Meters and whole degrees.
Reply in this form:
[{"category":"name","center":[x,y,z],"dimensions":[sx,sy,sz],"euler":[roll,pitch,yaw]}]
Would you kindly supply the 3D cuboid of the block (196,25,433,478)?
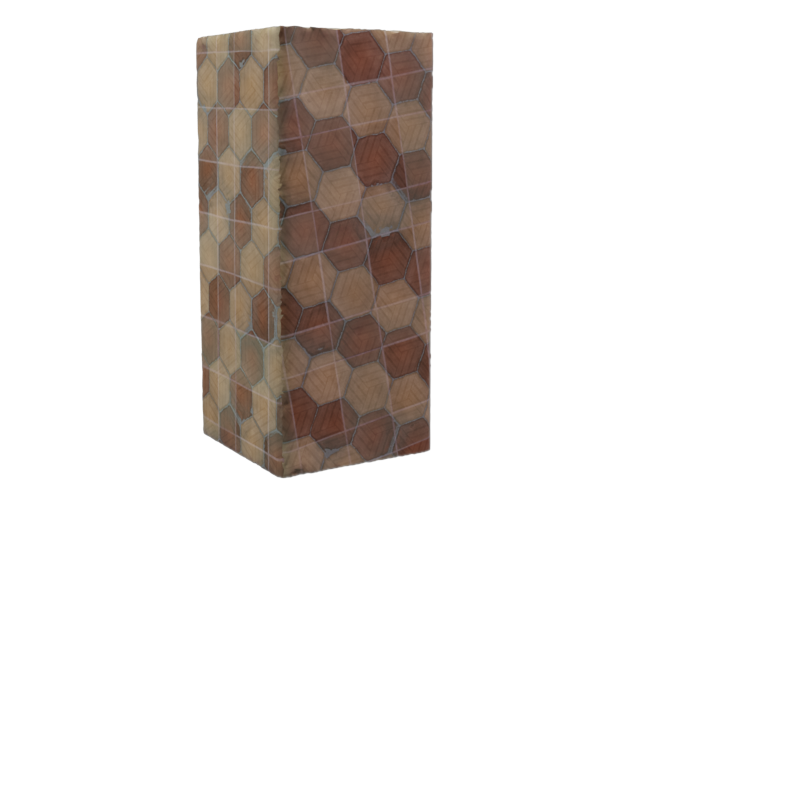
[{"category":"block","center":[-0.044,-0.080,0.558],"dimensions":[0.087,0.202,0.095],"euler":[-5,10,-32]}]
